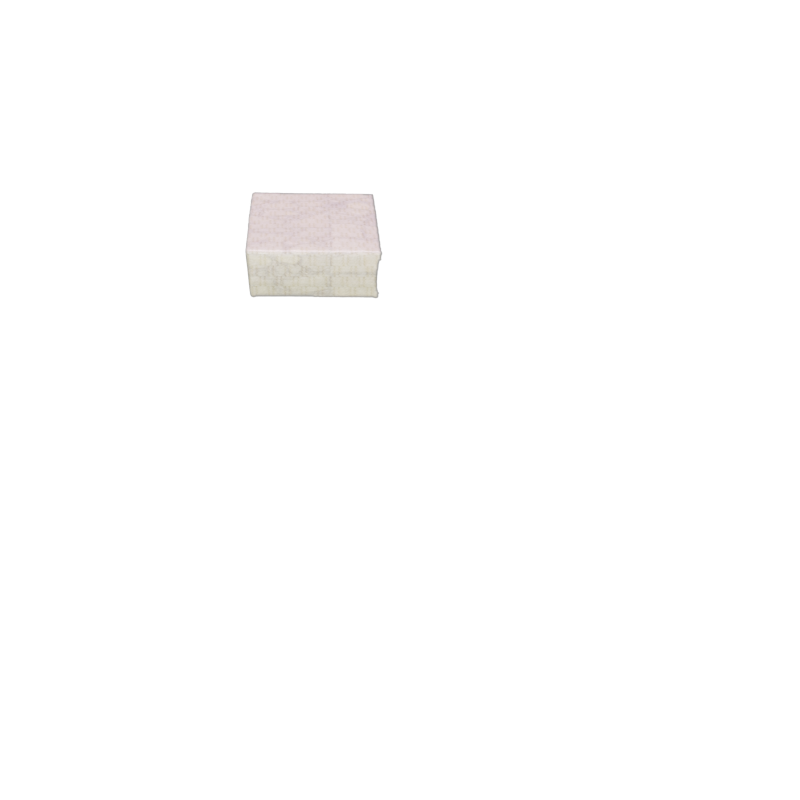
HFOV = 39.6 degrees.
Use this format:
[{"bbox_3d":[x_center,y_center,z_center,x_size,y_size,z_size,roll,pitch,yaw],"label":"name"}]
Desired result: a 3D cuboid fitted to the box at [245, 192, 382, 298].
[{"bbox_3d":[-0.061,-0.111,0.775,0.090,0.037,0.121,-1,31,-3],"label":"box"}]
